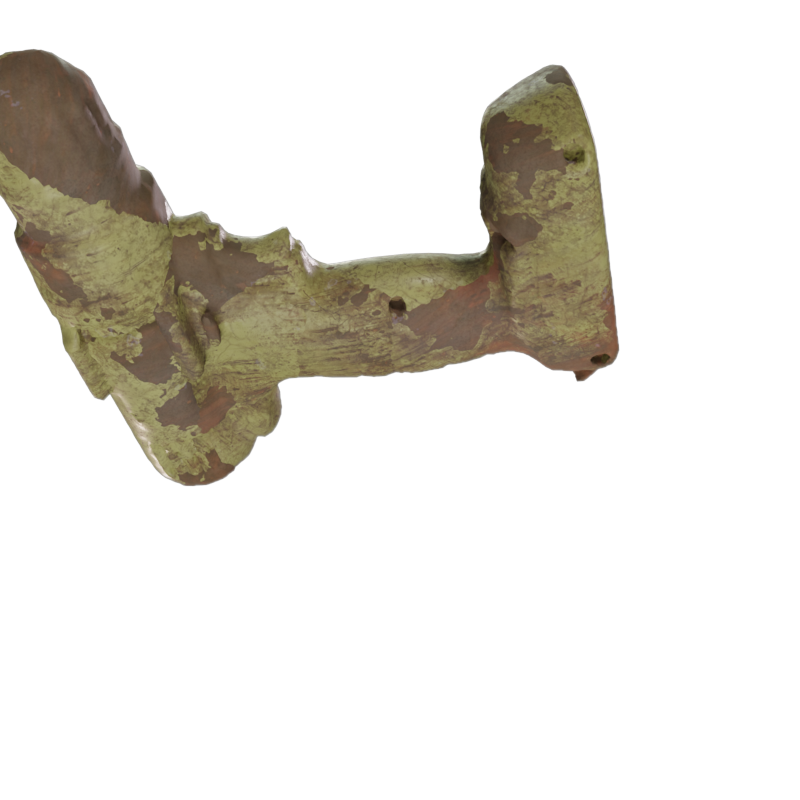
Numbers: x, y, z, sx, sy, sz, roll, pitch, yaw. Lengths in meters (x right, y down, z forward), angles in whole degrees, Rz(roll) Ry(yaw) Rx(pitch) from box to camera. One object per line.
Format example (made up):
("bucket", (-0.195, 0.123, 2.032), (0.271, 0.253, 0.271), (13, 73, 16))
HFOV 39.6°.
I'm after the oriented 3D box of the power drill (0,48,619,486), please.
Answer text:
("power drill", (-0.029, -0.053, 0.372), (0.189, 0.062, 0.170), (-10, -46, 10))
